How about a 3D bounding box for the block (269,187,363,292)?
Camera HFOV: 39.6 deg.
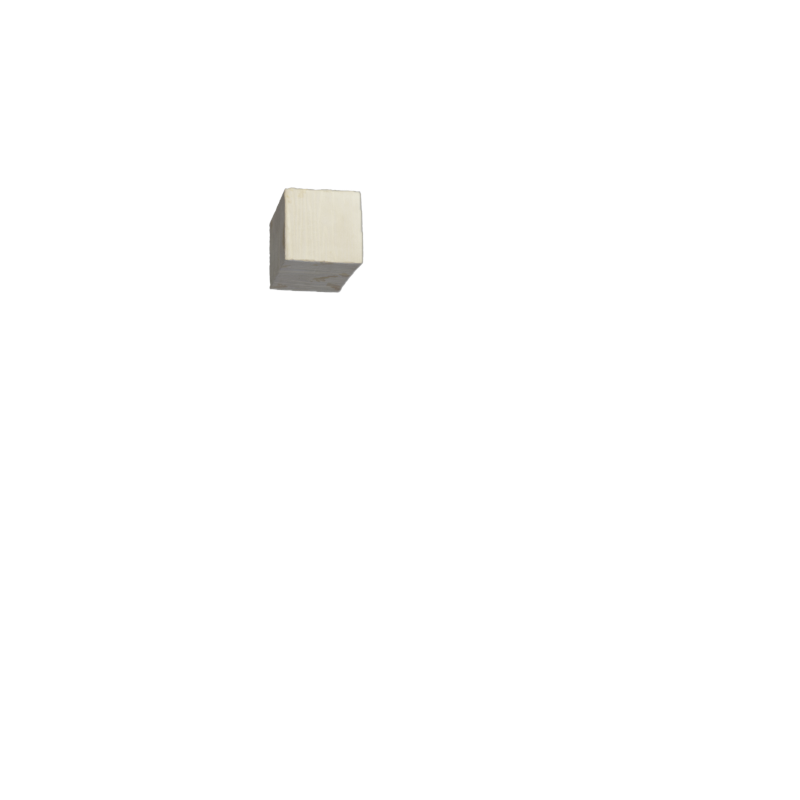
[{"bbox_3d":[-0.059,-0.108,0.754,0.052,0.053,0.077,3,-12,-14],"label":"block"}]
